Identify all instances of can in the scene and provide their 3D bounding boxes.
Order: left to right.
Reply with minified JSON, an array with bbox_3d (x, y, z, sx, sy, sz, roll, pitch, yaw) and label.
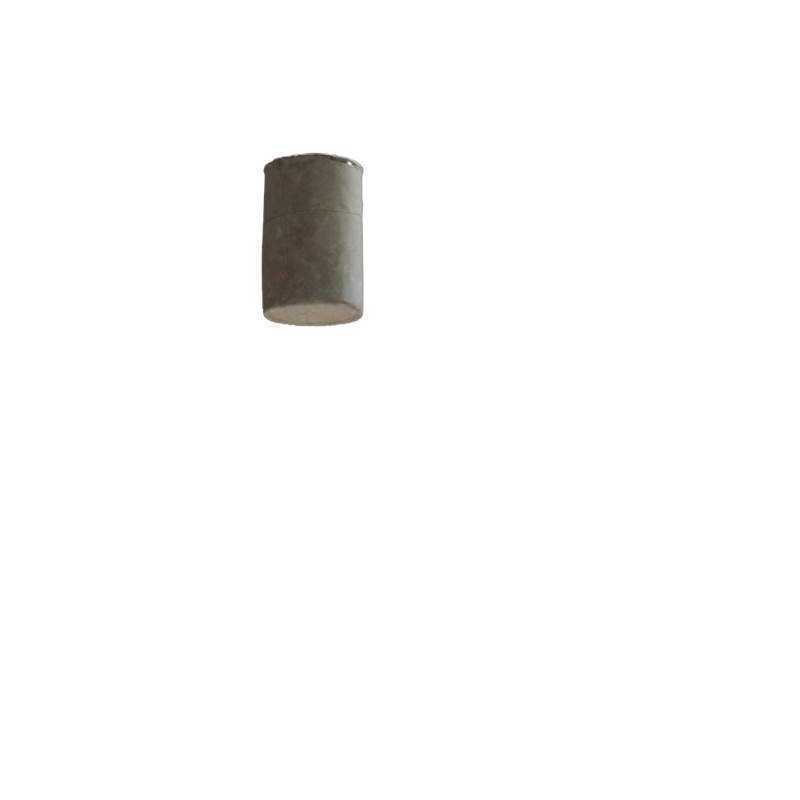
[{"bbox_3d":[-0.058,-0.105,0.736,0.068,0.106,0.066,0,-13,-2],"label":"can"}]
